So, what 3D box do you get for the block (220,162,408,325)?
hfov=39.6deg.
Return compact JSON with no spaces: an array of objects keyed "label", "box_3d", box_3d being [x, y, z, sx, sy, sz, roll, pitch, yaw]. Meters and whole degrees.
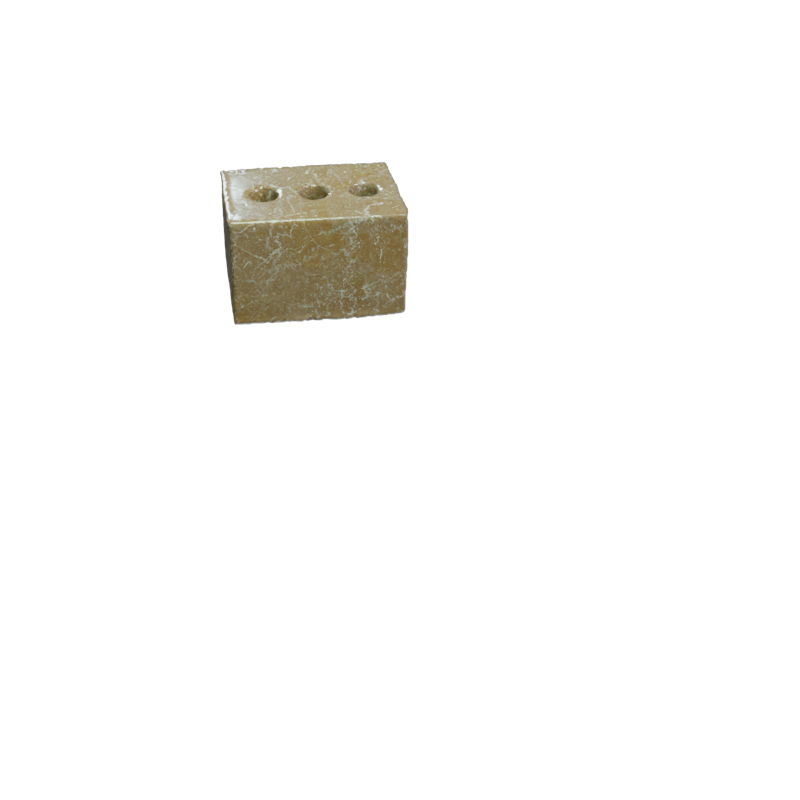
[{"label":"block","box_3d":[-0.038,-0.070,0.490,0.077,0.048,0.057,-4,33,-8]}]
